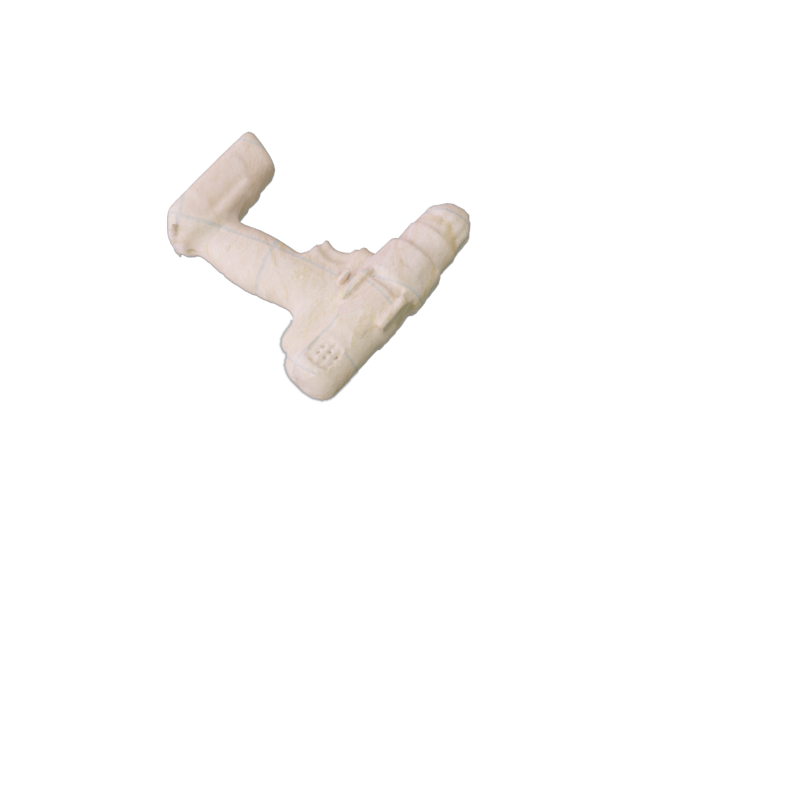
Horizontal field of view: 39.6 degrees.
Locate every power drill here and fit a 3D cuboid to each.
[{"bbox_3d":[-0.065,-0.118,0.825,0.196,0.187,0.054,36,-21,16],"label":"power drill"}]
